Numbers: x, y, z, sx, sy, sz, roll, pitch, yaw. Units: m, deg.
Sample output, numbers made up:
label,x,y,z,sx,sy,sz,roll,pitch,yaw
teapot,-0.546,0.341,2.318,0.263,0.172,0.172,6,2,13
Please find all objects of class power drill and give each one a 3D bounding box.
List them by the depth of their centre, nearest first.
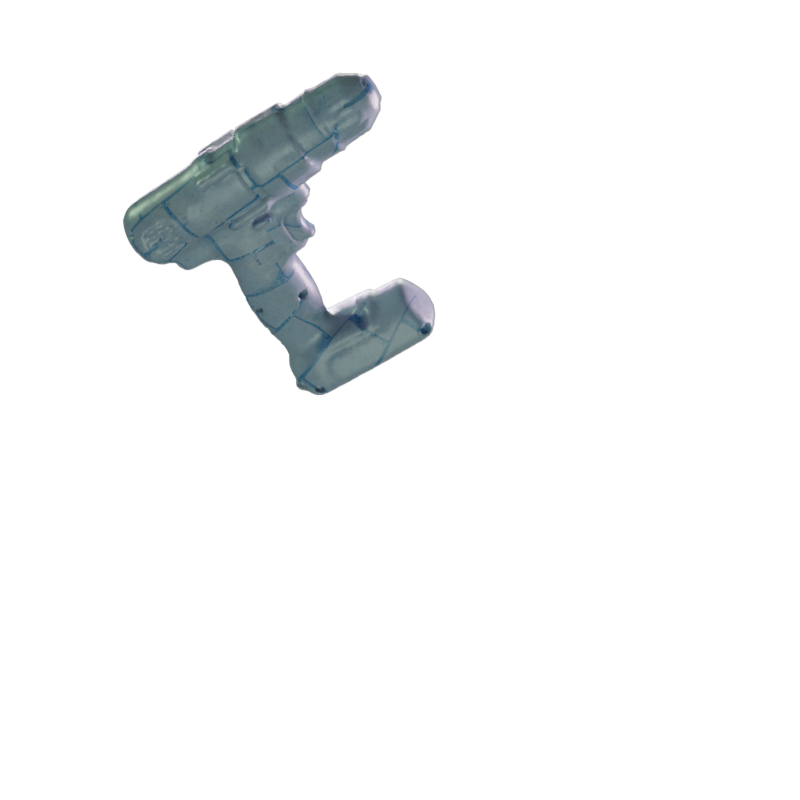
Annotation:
label,x,y,z,sx,sy,sz,roll,pitch,yaw
power drill,-0.056,-0.103,0.718,0.184,0.176,0.061,-29,30,18
